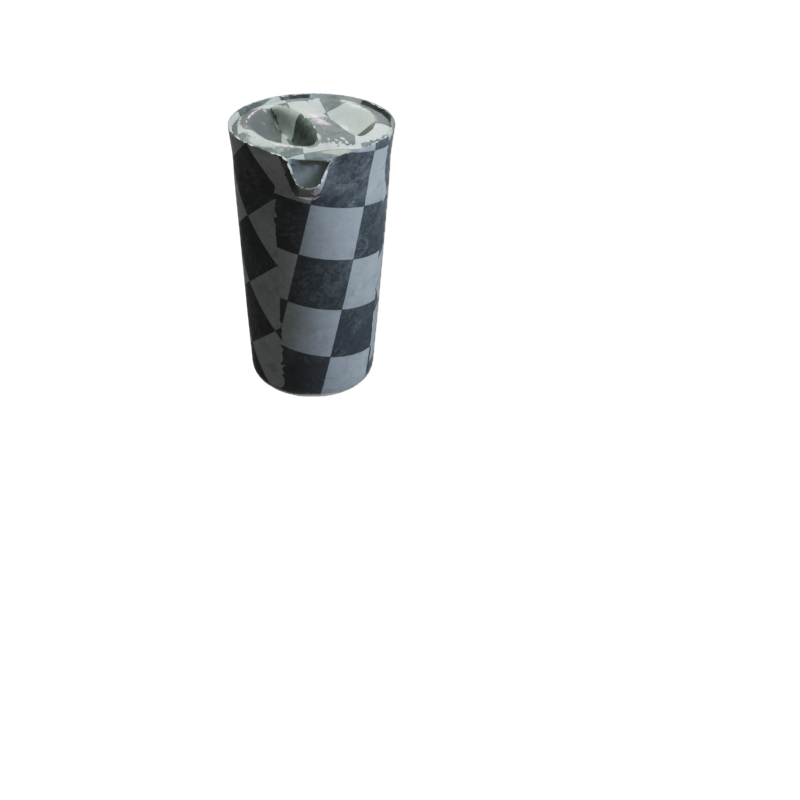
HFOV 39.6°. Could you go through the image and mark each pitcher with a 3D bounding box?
[{"bbox_3d":[-0.074,-0.135,0.945,0.154,0.229,0.149,27,39,35],"label":"pitcher"}]
